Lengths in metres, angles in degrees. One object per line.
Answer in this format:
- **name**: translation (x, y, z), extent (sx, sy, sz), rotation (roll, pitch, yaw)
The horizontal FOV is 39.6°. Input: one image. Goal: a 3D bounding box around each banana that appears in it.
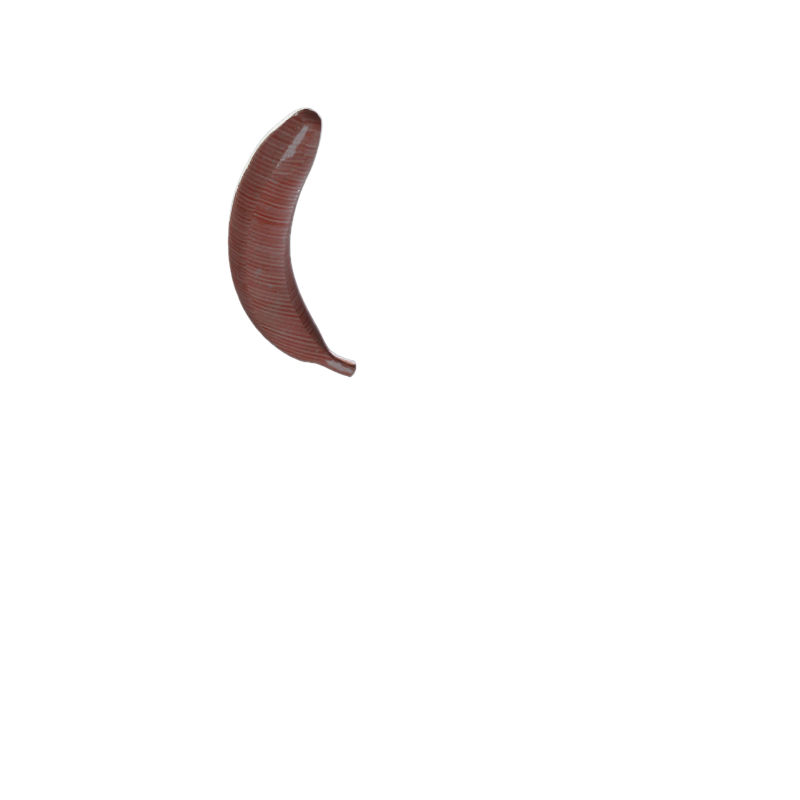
- **banana**: translation (-0.070, -0.090, 0.666), extent (0.070, 0.183, 0.039), rotation (-4, 42, 3)
